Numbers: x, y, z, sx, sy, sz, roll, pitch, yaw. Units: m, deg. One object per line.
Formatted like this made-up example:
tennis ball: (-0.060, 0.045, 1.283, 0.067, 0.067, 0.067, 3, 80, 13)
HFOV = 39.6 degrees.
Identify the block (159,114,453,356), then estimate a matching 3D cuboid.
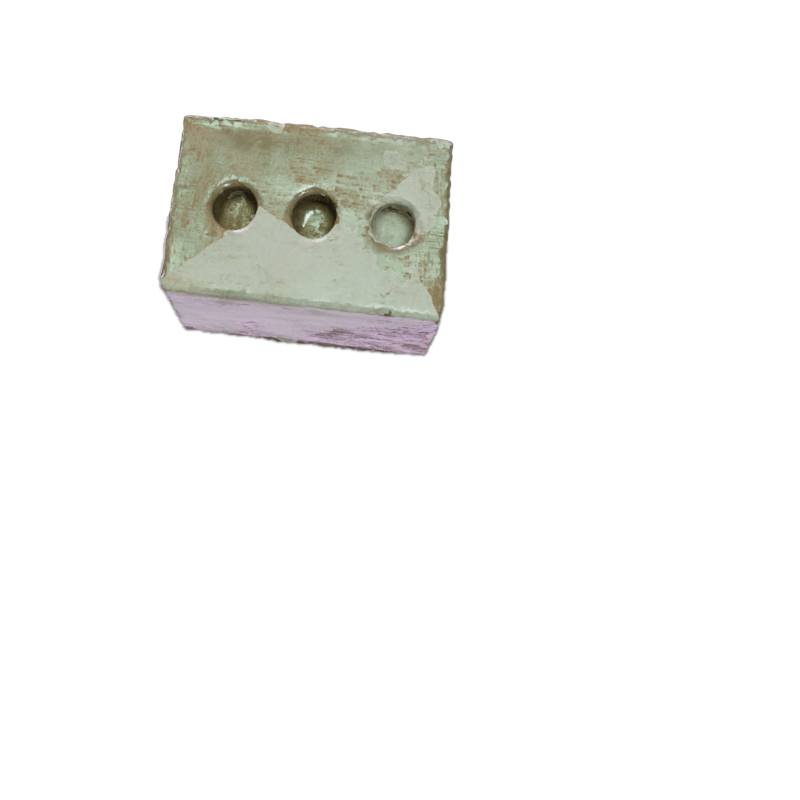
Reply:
block: (-0.025, -0.046, 0.324, 0.078, 0.055, 0.049, 5, -14, 0)
